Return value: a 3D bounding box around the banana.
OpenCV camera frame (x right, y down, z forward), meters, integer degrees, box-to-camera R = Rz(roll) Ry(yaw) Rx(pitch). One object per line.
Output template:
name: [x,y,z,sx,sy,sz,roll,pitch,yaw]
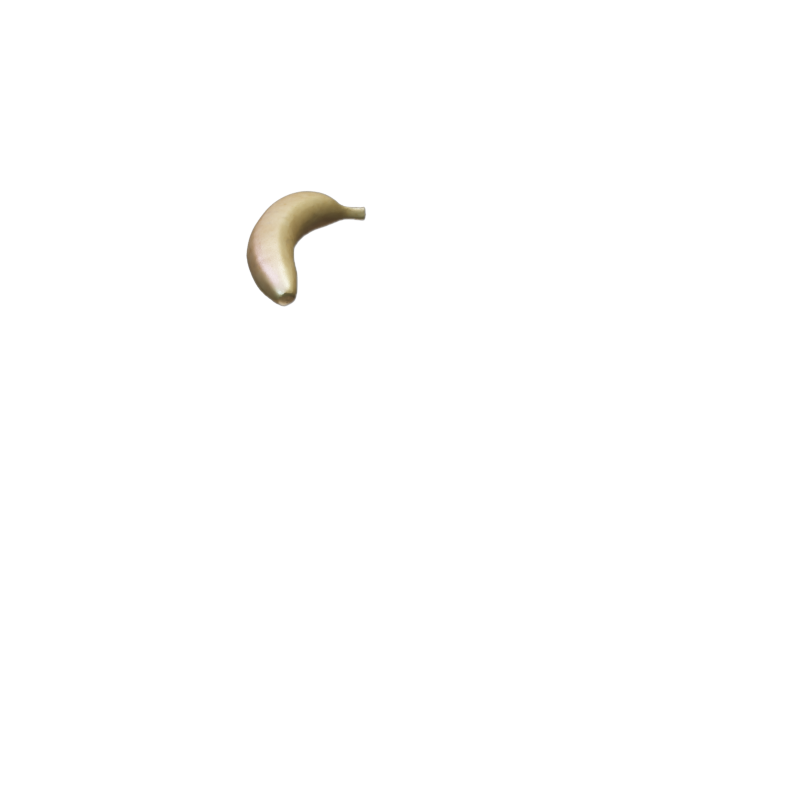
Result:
banana: [-0.086,-0.132,0.897,0.071,0.035,0.204,8,31,13]
